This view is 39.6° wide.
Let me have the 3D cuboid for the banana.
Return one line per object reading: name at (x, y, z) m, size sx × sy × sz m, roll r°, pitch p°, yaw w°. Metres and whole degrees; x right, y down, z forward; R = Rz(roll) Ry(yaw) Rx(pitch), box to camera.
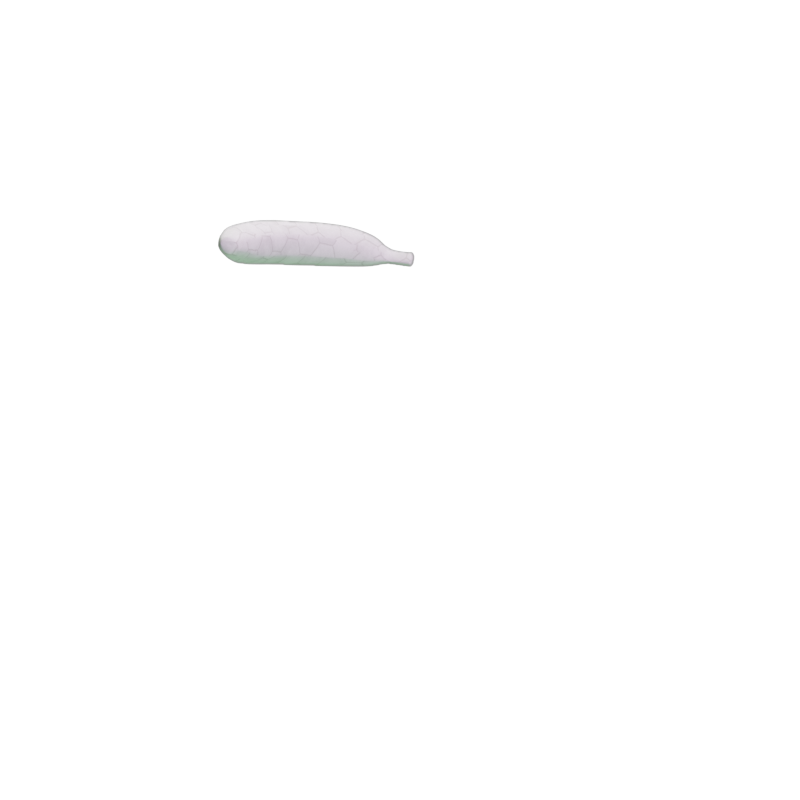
banana at (-0.079, -0.127, 0.896) m, size 0.190 × 0.037 × 0.072 m, roll -5°, pitch 6°, yaw -42°
